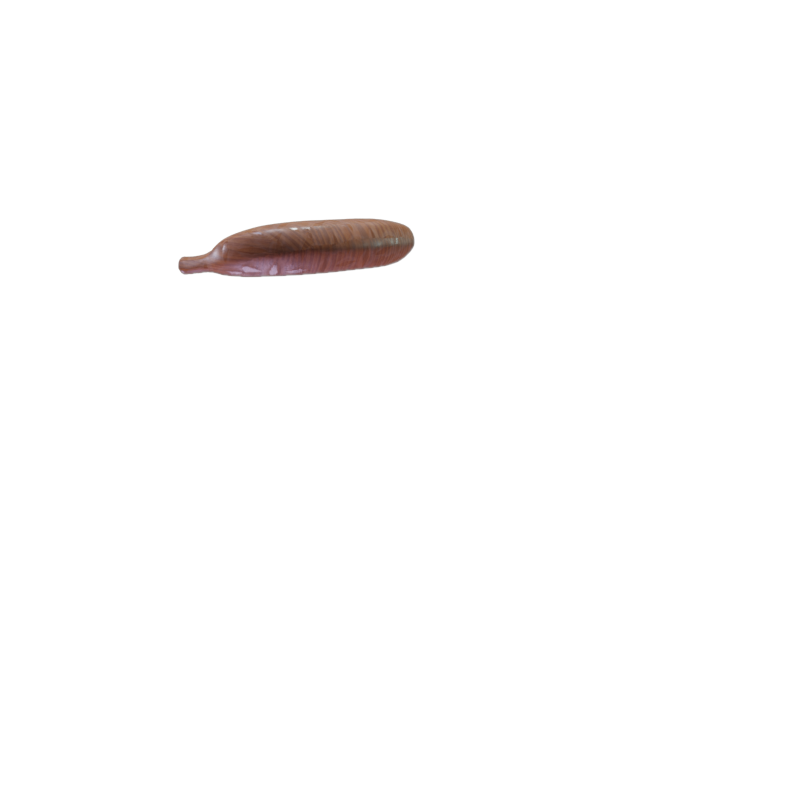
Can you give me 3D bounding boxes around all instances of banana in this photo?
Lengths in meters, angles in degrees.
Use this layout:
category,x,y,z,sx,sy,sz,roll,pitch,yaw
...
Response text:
category,x,y,z,sx,sy,sz,roll,pitch,yaw
banana,-0.054,-0.110,0.782,0.192,0.036,0.073,-9,15,-34
